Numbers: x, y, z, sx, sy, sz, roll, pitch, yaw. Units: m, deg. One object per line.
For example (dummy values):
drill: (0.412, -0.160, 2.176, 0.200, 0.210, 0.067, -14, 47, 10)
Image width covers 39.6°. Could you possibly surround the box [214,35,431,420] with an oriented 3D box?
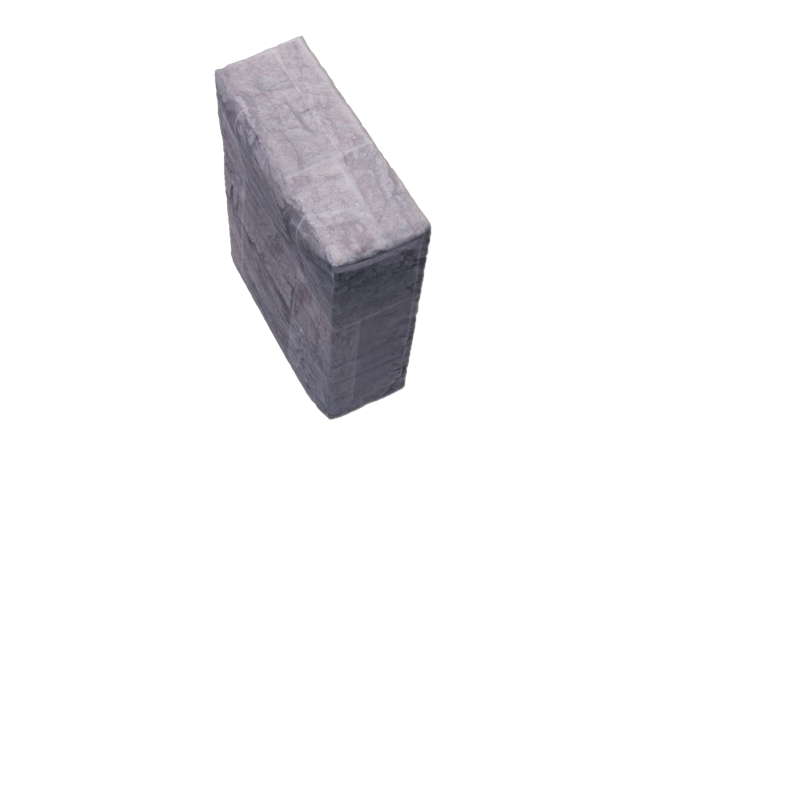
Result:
box: (-0.058, -0.105, 0.735, 0.071, 0.175, 0.201, -24, -24, -15)
